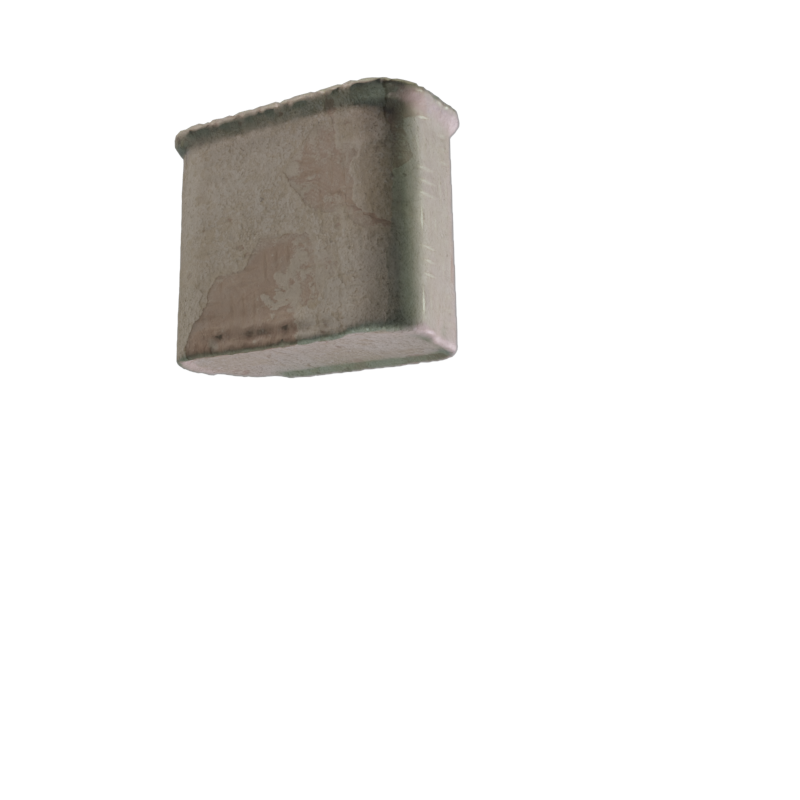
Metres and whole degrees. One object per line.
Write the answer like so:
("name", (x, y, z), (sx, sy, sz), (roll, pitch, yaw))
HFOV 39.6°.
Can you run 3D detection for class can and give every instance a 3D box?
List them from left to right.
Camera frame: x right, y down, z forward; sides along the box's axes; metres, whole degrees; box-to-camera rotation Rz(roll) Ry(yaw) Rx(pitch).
("can", (-0.030, -0.055, 0.383), (0.104, 0.087, 0.054), (-8, -16, 31))
